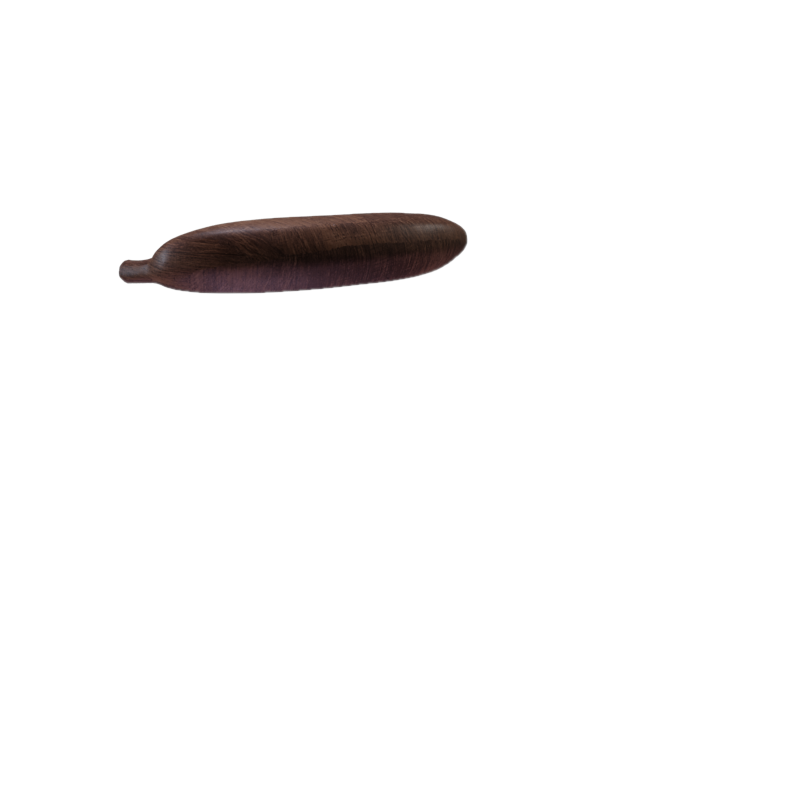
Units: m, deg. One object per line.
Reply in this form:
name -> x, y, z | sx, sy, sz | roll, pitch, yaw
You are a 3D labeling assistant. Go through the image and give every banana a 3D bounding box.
banana -> -0.042, -0.079, 0.576 | 0.193, 0.036, 0.073 | -6, 17, -20
